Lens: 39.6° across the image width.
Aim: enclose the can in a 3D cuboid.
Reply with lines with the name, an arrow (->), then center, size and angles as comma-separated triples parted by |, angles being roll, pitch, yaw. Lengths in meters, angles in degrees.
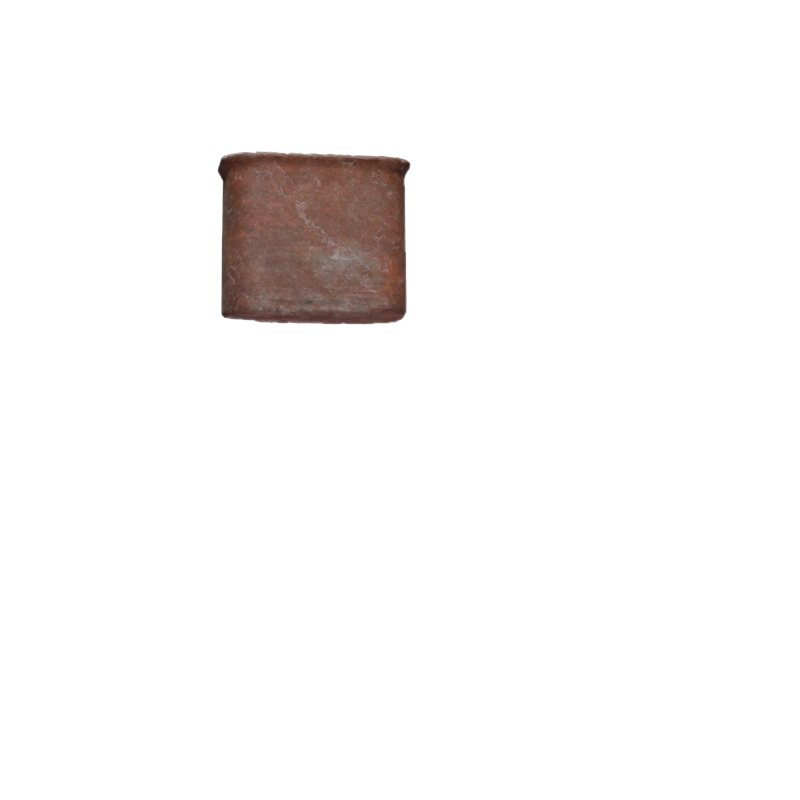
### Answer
can -> -0.046, -0.084, 0.592 | 0.100, 0.085, 0.057 | 1, -7, -11
